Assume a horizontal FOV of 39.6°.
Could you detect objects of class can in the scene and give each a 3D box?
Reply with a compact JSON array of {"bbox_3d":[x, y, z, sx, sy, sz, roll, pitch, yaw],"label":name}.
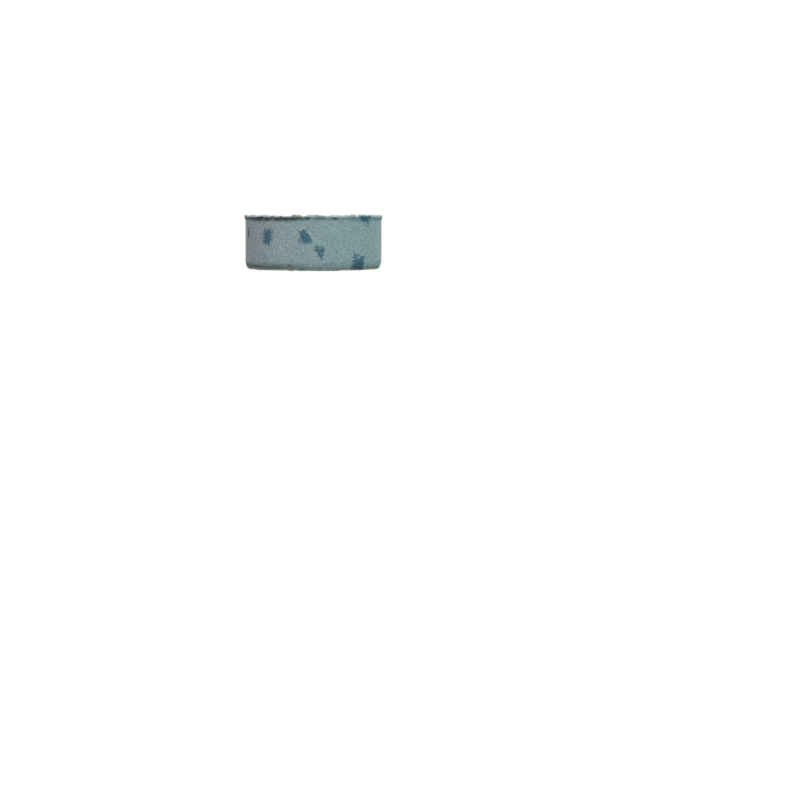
[{"bbox_3d":[-0.054,-0.098,0.688,0.086,0.033,0.087,0,8,-2],"label":"can"}]
